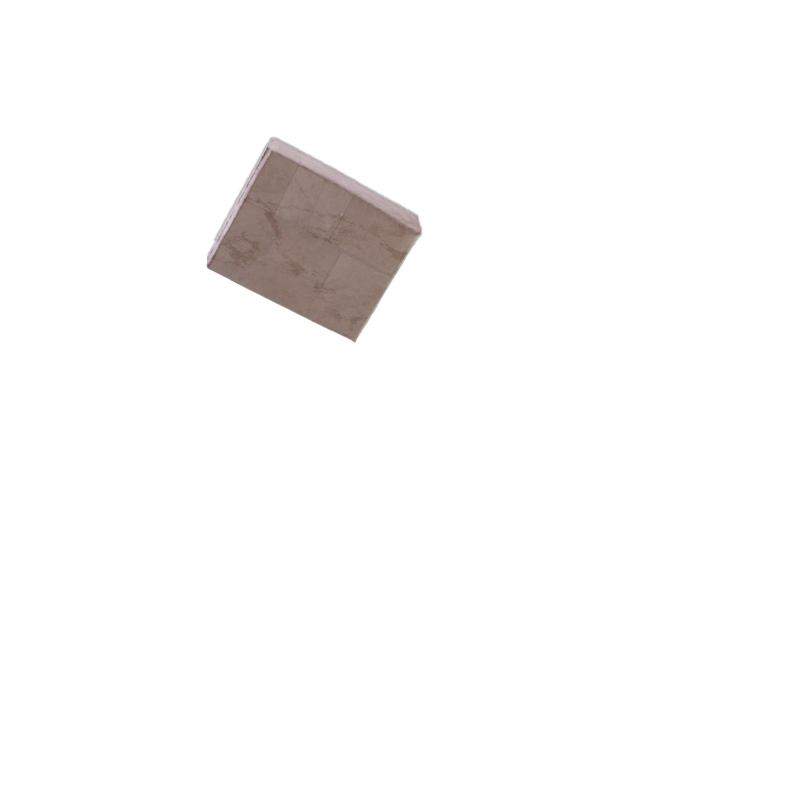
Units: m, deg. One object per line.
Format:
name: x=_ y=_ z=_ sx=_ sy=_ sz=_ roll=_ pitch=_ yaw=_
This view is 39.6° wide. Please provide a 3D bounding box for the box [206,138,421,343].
box: x=-0.056 y=-0.102 z=0.714 sx=0.111 sy=0.088 sz=0.040 roll=29 pitch=16 yaw=-9
